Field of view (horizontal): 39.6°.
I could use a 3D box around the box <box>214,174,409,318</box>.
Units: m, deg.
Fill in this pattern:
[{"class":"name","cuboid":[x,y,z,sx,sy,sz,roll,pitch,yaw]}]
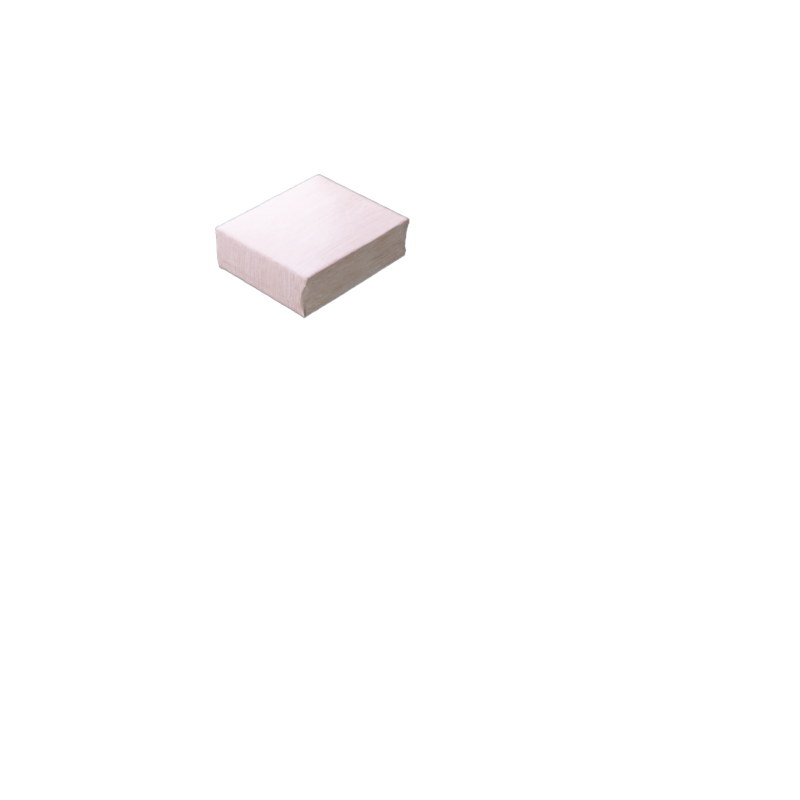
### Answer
[{"class":"box","cuboid":[-0.063,-0.114,0.797,0.095,0.036,0.114,29,47,30]}]
